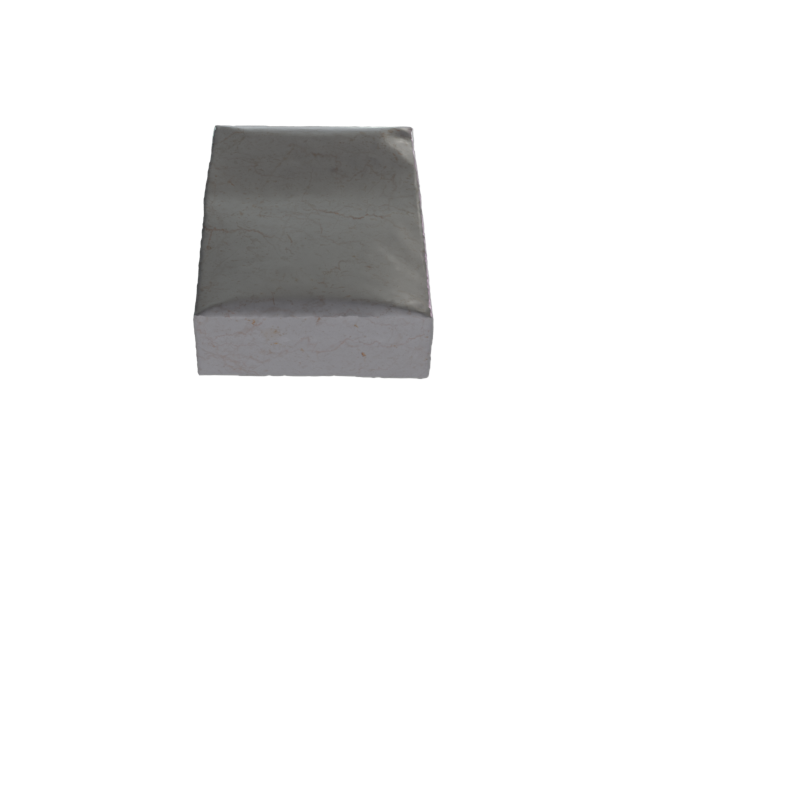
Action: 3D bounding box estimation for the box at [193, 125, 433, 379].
[{"bbox_3d":[-0.065,-0.118,0.828,0.164,0.230,0.067,0,-42,-3],"label":"box"}]
